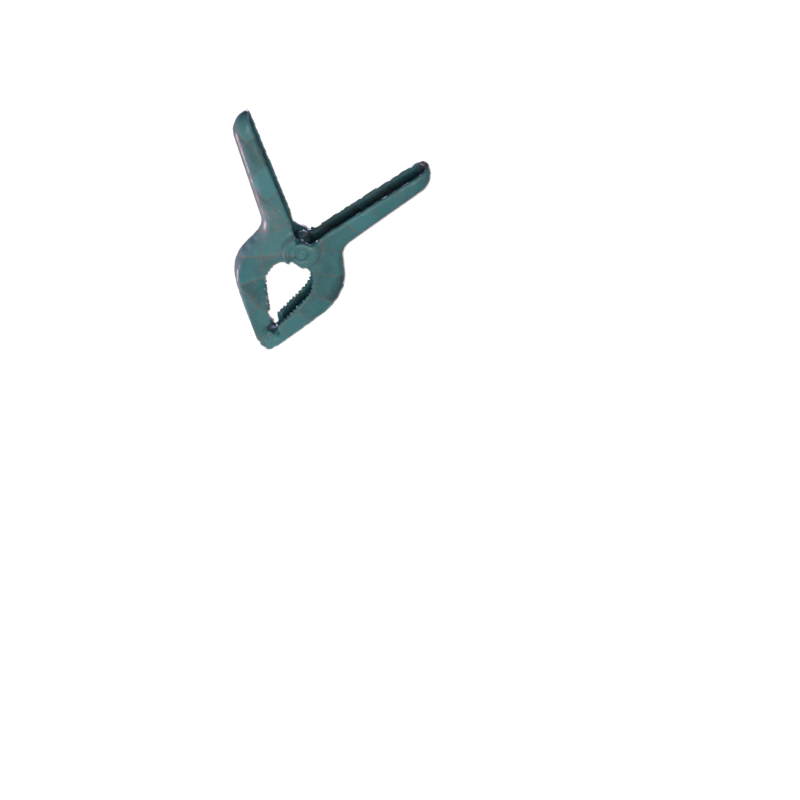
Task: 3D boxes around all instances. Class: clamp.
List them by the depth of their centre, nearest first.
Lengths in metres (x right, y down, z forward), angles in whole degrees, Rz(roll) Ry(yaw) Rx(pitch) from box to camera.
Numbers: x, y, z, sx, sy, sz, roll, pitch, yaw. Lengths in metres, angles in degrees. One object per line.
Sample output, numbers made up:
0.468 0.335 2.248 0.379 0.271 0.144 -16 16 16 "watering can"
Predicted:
-0.073 -0.133 0.929 0.163 0.200 0.039 11 30 -6 "clamp"
